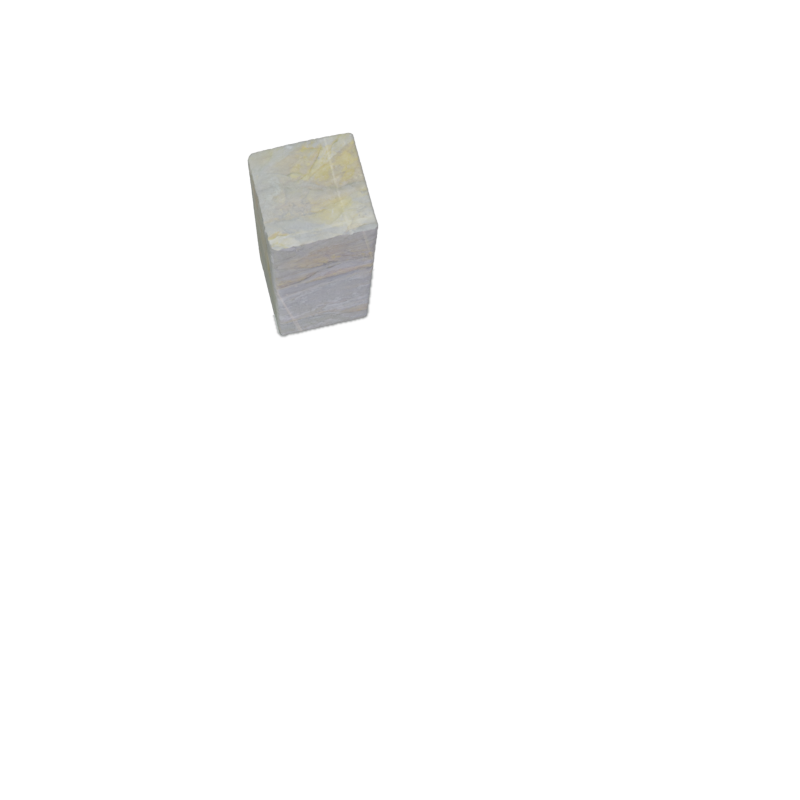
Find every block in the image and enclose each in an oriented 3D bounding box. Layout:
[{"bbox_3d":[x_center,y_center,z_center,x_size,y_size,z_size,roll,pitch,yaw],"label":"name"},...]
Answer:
[{"bbox_3d":[-0.077,-0.139,0.973,0.090,0.095,0.197,-13,-16,-8],"label":"block"}]
